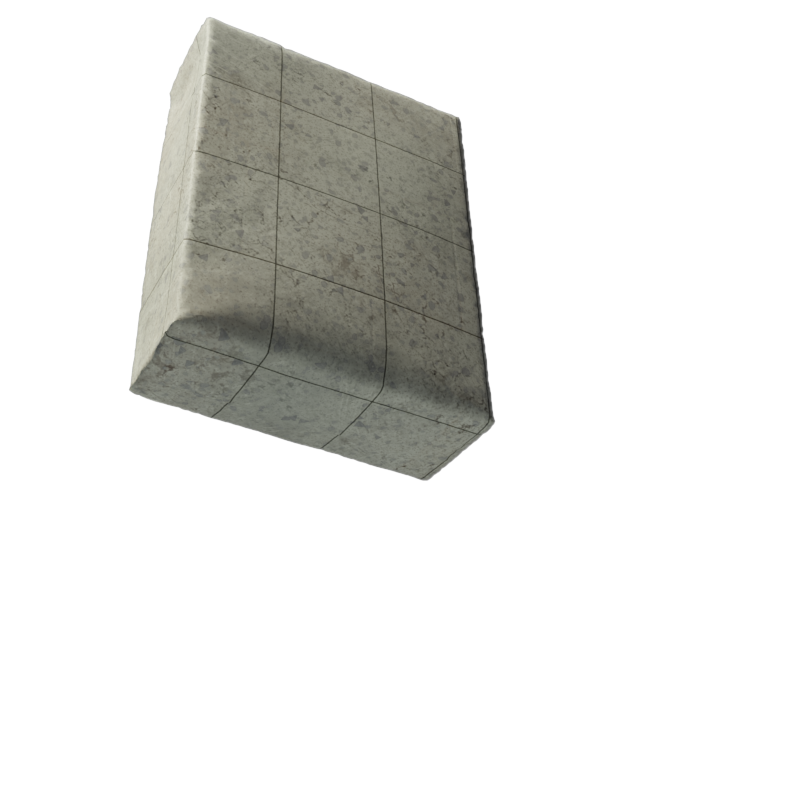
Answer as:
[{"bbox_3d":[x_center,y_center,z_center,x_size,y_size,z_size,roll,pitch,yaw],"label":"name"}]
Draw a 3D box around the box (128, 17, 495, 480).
[{"bbox_3d":[-0.045,-0.082,0.577,0.158,0.229,0.070,17,-43,-22],"label":"box"}]
